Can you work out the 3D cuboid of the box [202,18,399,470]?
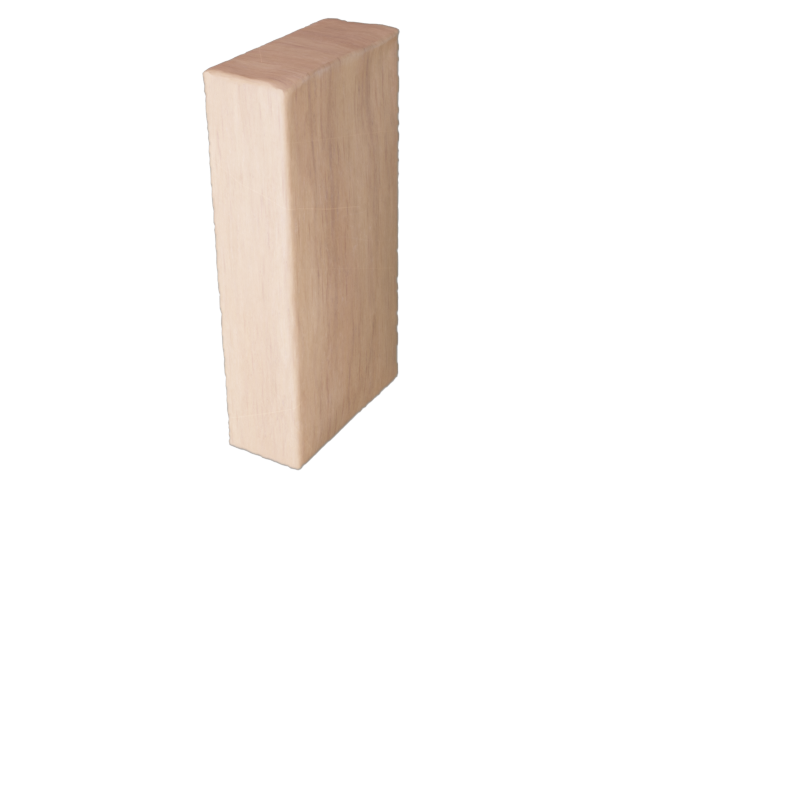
[{"bbox_3d":[-0.038,-0.069,0.486,0.050,0.166,0.095,17,34,24],"label":"box"}]
